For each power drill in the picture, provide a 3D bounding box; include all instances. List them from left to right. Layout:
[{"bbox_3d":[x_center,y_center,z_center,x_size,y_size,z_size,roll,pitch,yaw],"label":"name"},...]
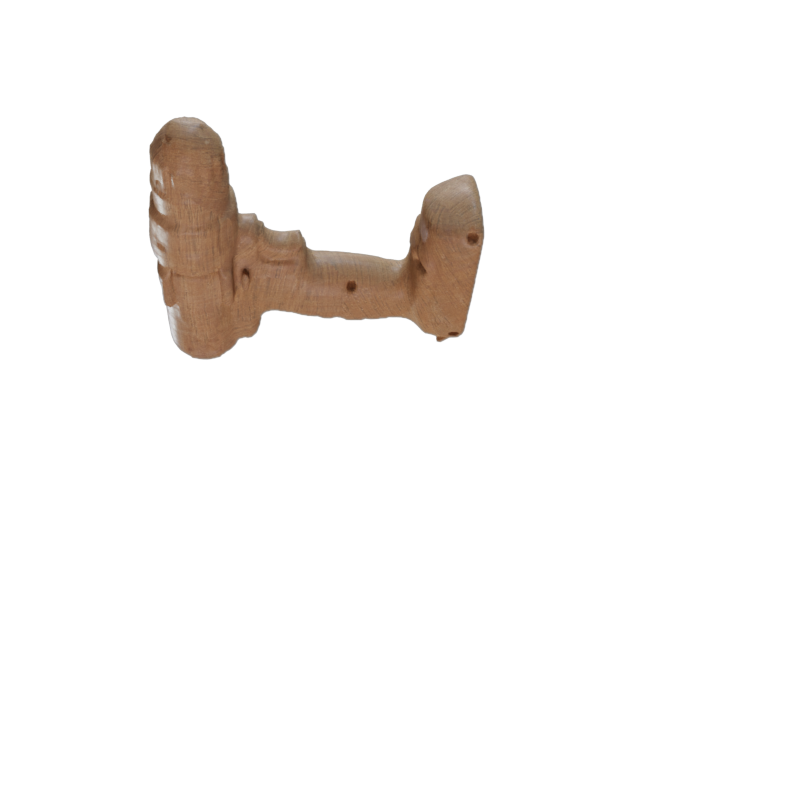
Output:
[{"bbox_3d":[-0.050,-0.092,0.642,0.187,0.061,0.172,1,-35,-2],"label":"power drill"}]
